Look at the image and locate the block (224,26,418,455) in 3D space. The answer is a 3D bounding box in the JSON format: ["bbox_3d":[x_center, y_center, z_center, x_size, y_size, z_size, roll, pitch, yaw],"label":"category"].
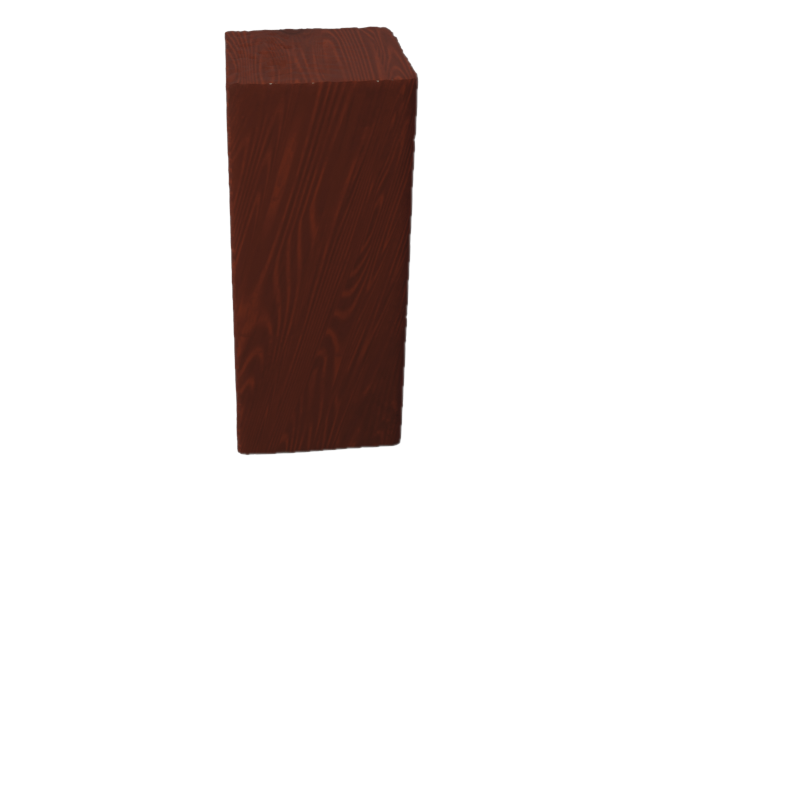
[{"bbox_3d":[-0.045,-0.083,0.585,0.089,0.195,0.097,-2,29,-7],"label":"block"}]
